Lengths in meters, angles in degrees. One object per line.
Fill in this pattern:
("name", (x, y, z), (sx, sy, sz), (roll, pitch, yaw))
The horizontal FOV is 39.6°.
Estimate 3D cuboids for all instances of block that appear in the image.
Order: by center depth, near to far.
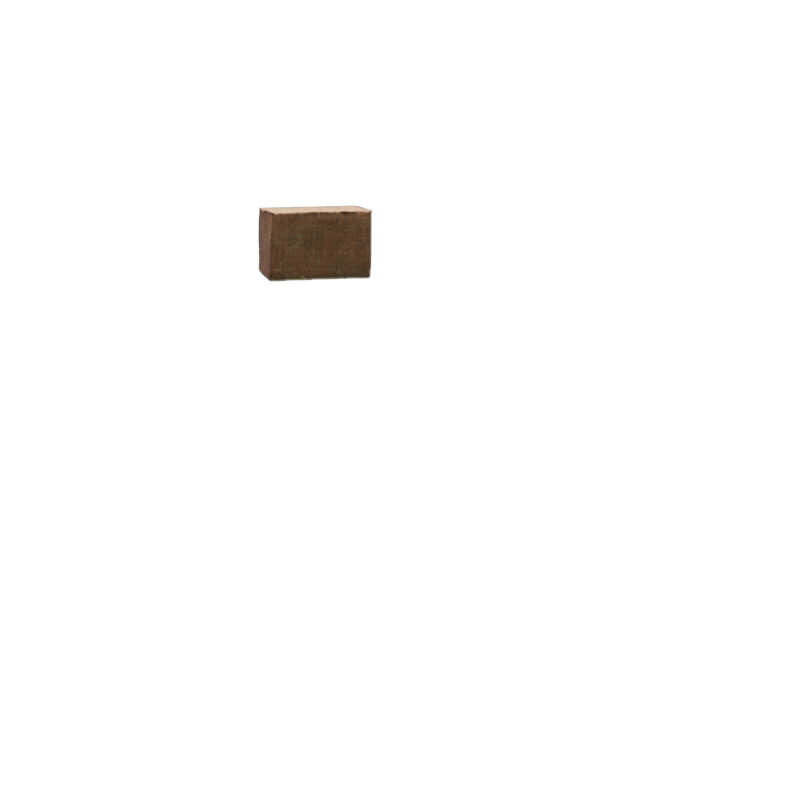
("block", (-0.065, -0.119, 0.836), (0.077, 0.050, 0.055), (-3, 12, -15))
